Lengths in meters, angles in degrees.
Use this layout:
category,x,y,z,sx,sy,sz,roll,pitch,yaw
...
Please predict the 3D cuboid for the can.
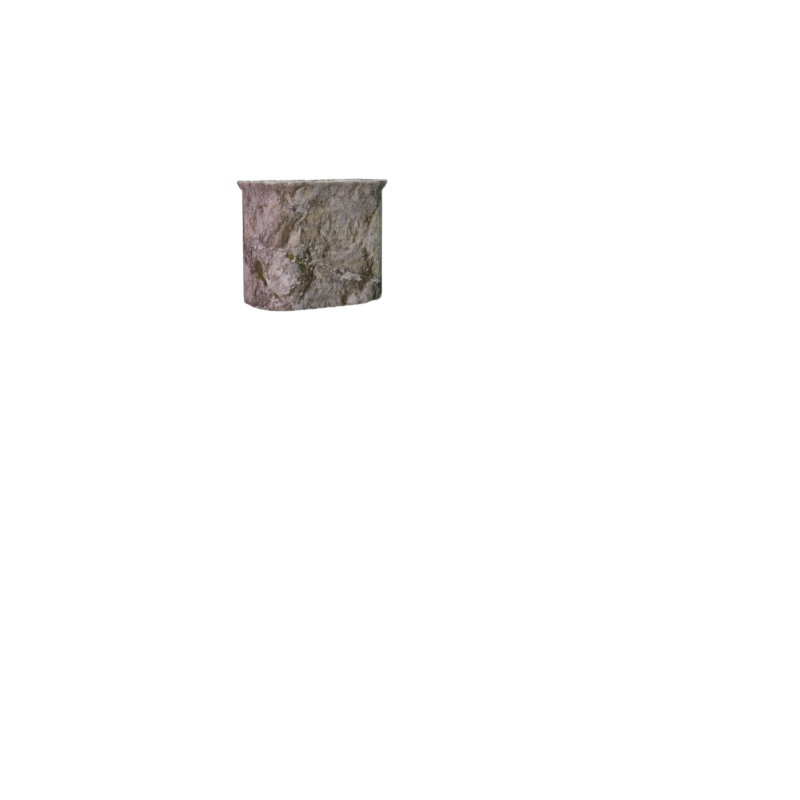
category,x,y,z,sx,sy,sz,roll,pitch,yaw
can,-0.058,-0.106,0.745,0.099,0.083,0.060,-7,10,-38
